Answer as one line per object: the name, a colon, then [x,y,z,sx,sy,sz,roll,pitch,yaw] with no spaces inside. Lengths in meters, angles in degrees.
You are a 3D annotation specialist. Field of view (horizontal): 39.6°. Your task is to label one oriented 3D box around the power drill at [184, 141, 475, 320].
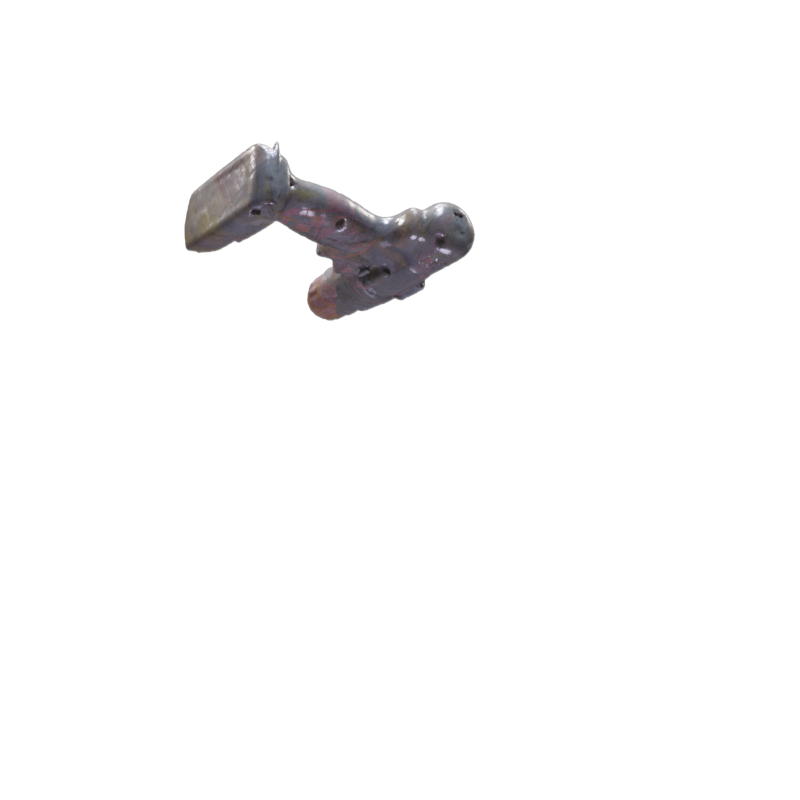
power drill: [-0.066,-0.121,0.847,0.178,0.061,0.184,16,-27,-34]
